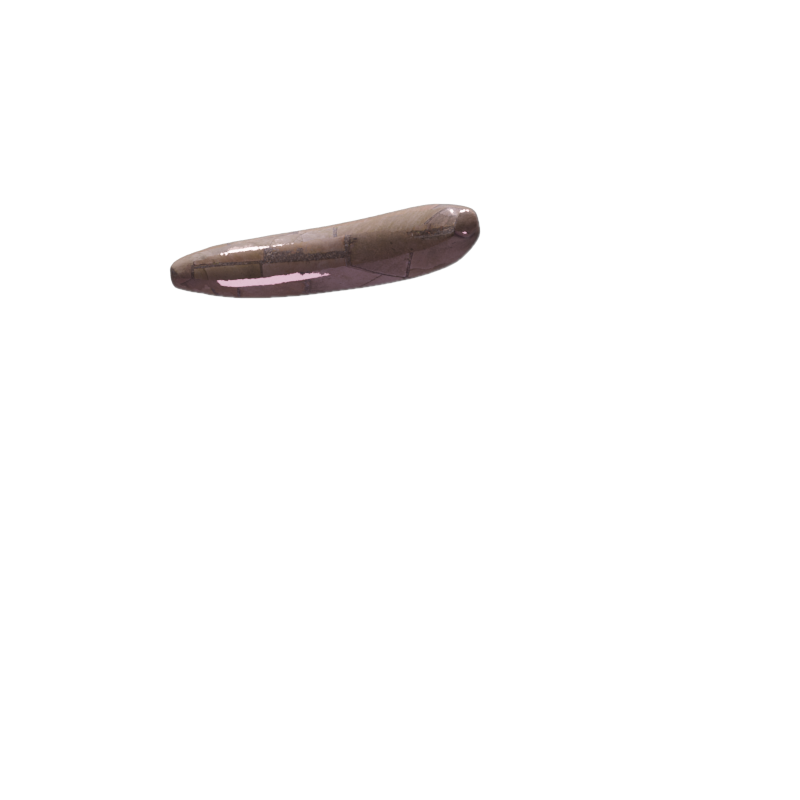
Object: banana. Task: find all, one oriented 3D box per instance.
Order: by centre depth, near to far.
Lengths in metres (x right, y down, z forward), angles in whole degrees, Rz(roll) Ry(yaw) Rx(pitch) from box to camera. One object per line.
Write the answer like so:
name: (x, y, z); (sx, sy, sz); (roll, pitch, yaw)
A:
banana: (-0.034, -0.083, 0.610); (0.202, 0.038, 0.065); (-7, -14, 32)
